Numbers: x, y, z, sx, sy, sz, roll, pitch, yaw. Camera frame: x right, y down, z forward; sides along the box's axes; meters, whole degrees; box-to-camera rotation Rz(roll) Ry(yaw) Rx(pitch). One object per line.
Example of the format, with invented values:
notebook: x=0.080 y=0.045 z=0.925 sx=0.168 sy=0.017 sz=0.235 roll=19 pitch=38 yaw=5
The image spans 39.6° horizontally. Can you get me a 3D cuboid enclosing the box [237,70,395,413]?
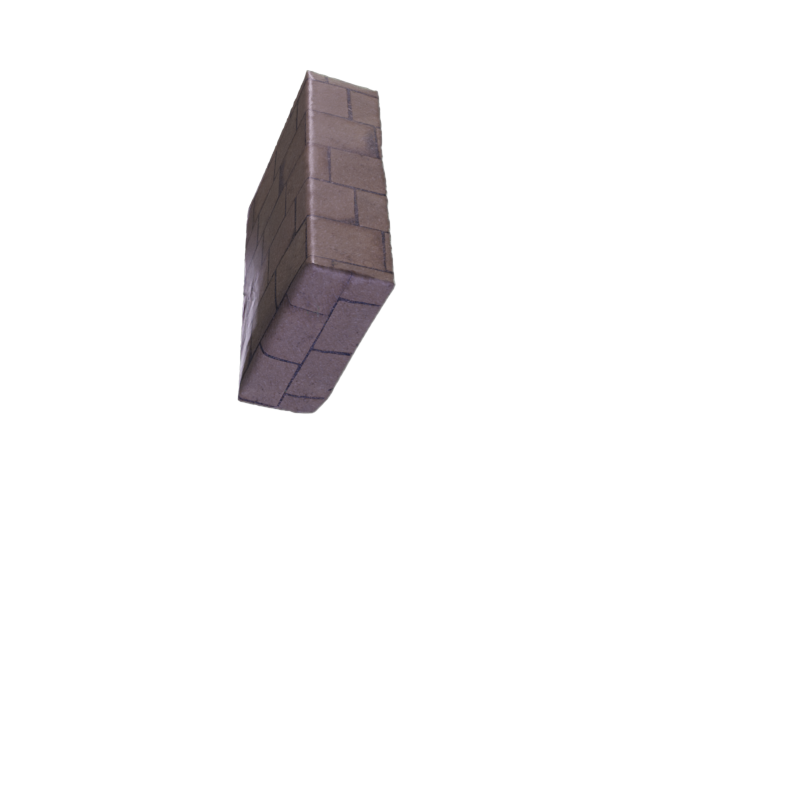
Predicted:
box: x=-0.067 y=-0.123 z=0.860 sx=0.070 sy=0.230 sz=0.157 roll=14 pitch=-43 yaw=-19
